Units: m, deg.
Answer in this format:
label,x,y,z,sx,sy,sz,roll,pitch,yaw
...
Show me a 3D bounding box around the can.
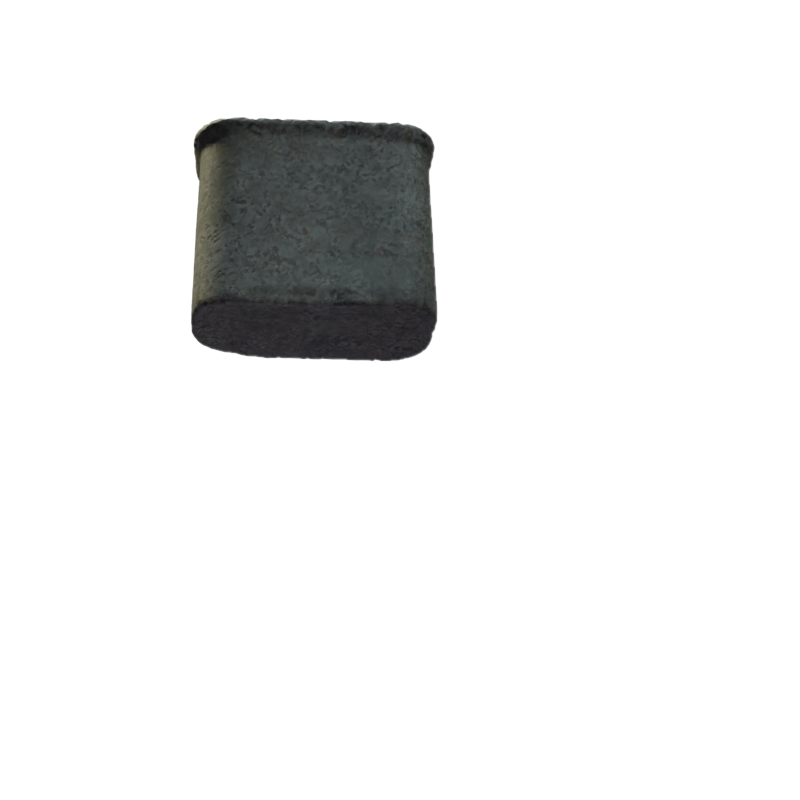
label,x,y,z,sx,sy,sz,roll,pitch,yaw
can,-0.036,-0.065,0.456,0.101,0.089,0.054,1,-27,-4
